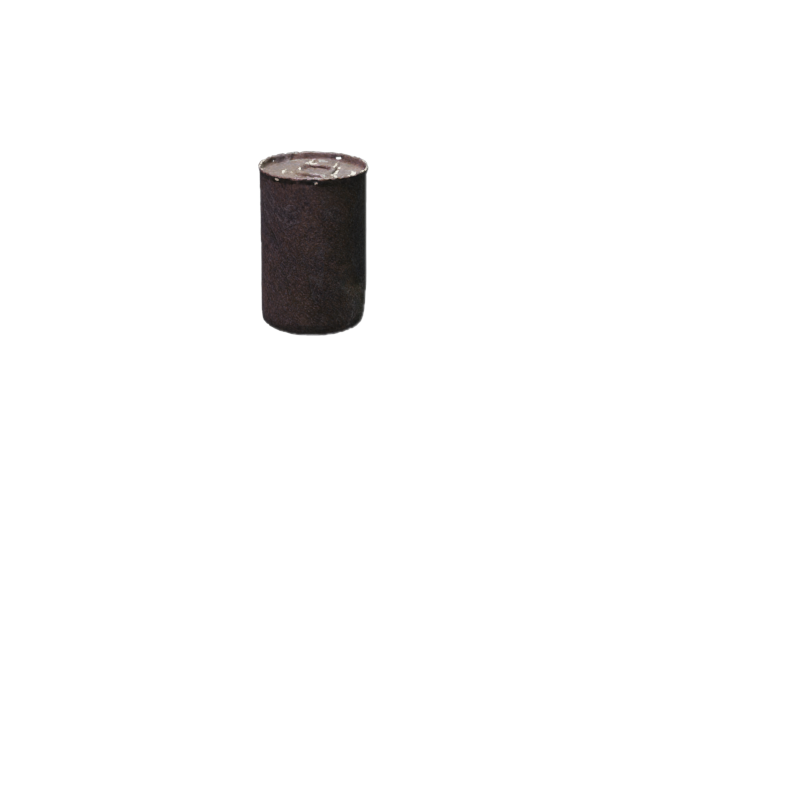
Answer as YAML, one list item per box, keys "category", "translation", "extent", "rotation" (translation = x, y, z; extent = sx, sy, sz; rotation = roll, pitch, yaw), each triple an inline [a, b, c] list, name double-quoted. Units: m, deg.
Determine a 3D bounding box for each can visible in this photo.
- category: "can"
  translation: [-0.055, -0.100, 0.701]
  extent: [0.068, 0.098, 0.072]
  rotation: [0, 22, -2]
